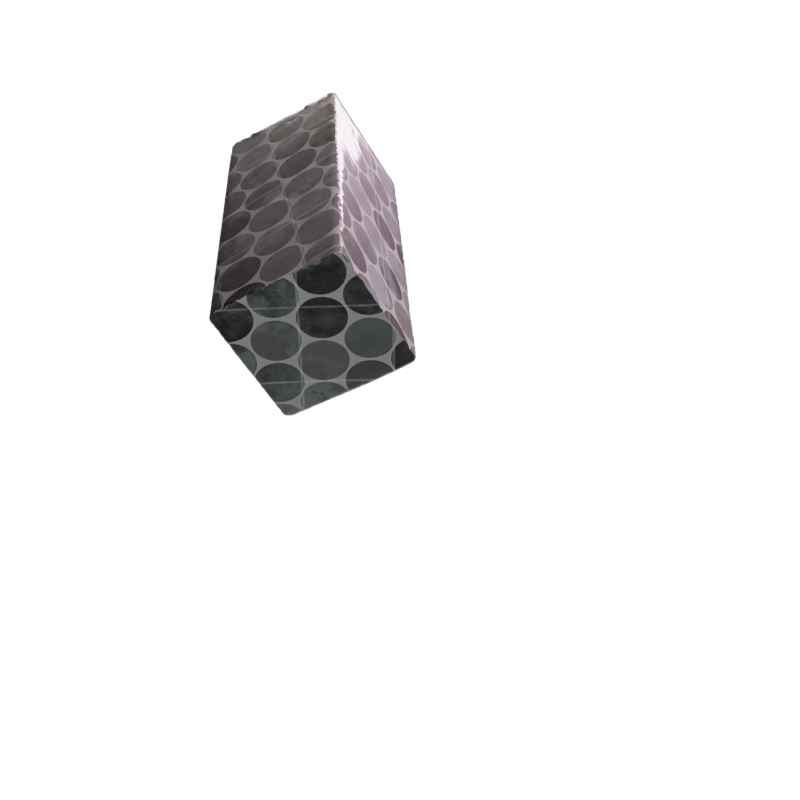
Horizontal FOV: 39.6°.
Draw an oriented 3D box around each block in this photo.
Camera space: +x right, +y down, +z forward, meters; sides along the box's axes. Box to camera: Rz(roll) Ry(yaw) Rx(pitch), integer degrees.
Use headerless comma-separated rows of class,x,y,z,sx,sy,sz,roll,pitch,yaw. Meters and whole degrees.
block,-0.056,-0.102,0.716,0.090,0.084,0.221,-25,35,15
